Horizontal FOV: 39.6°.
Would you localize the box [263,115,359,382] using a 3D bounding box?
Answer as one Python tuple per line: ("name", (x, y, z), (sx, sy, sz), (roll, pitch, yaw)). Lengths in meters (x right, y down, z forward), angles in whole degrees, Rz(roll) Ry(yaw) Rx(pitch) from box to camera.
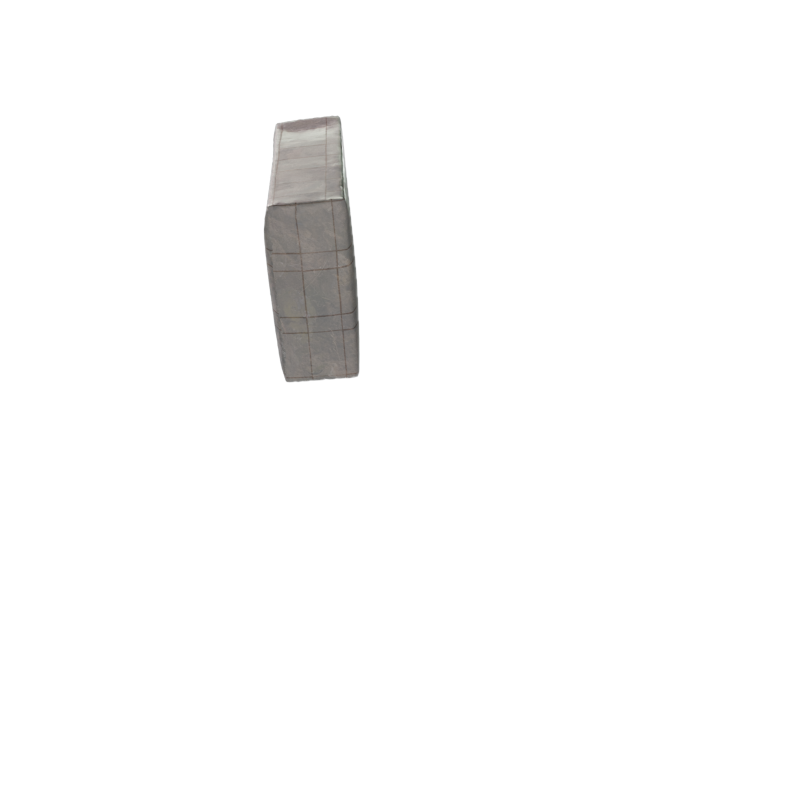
("box", (-0.077, -0.141, 0.988), (0.072, 0.155, 0.227), (-5, 29, -1))
